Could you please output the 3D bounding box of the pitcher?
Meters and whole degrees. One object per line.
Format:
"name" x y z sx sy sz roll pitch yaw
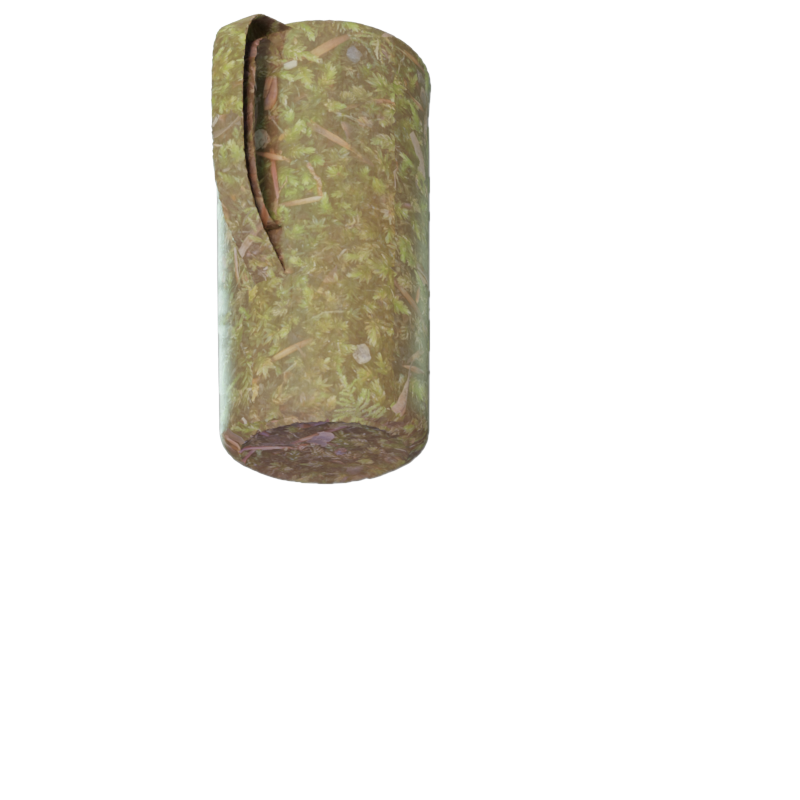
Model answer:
"pitcher" -0.048 -0.088 0.619 0.145 0.259 0.140 8 -31 -18
